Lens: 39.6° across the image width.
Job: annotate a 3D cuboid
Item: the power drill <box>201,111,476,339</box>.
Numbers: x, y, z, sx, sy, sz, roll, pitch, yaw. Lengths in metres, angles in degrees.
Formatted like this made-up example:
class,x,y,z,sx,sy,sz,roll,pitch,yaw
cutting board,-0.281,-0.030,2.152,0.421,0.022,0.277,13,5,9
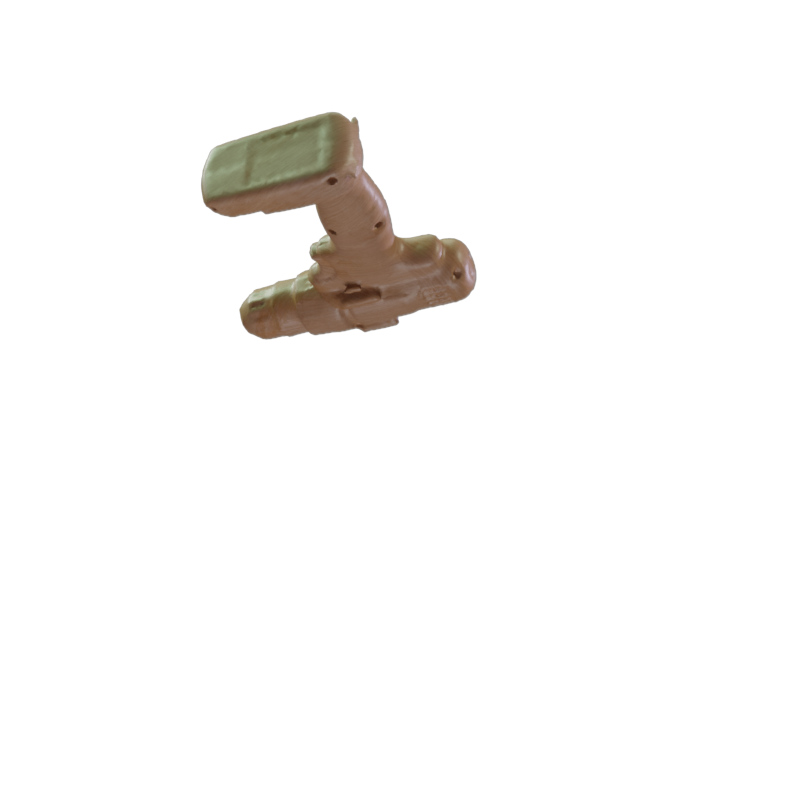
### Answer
class,x,y,z,sx,sy,sz,roll,pitch,yaw
power drill,-0.060,-0.110,0.767,0.187,0.061,0.173,-13,-33,20
